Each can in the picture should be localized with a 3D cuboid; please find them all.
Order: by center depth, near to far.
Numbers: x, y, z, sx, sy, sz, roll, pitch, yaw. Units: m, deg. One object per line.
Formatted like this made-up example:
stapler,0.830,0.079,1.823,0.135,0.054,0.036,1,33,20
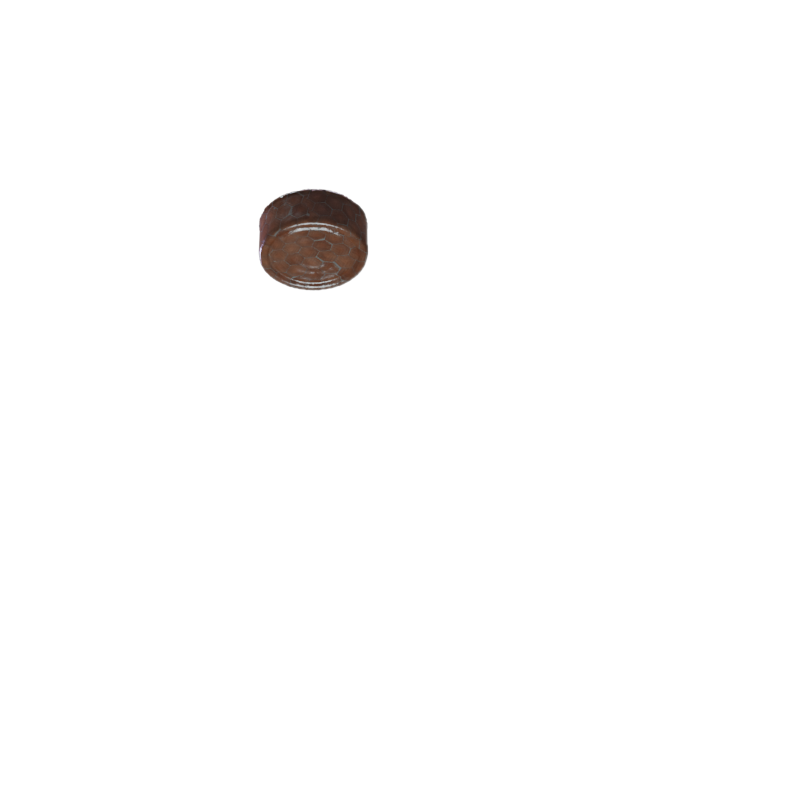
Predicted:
can,-0.068,-0.123,0.863,0.086,0.036,0.080,1,-36,-2
